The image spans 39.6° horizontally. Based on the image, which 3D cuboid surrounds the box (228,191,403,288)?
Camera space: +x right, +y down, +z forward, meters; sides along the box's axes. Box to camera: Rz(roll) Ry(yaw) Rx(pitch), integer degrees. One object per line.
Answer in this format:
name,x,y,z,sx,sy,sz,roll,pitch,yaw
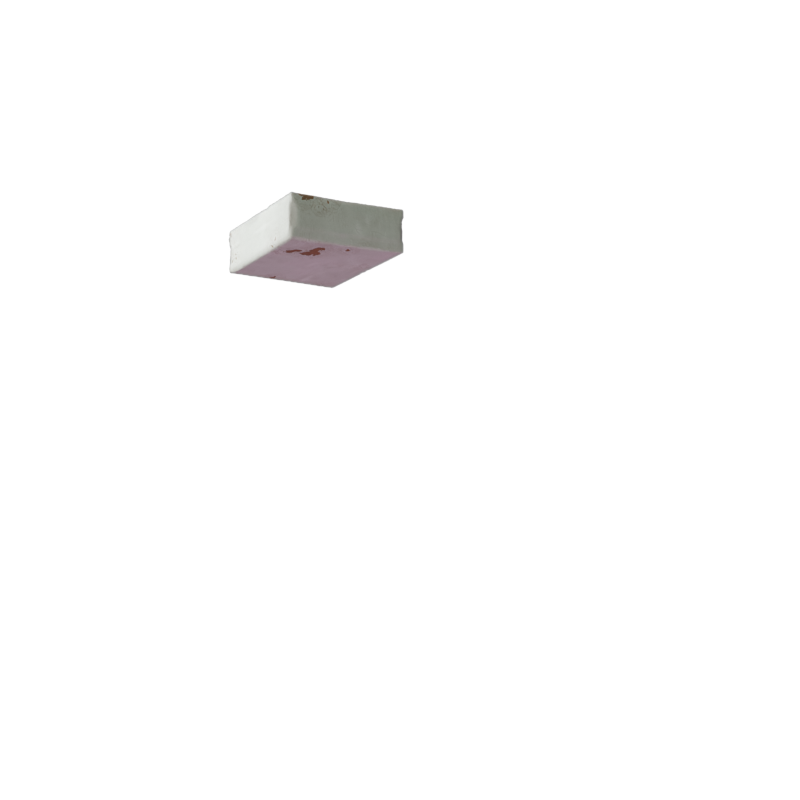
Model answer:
box,-0.051,-0.094,0.655,0.070,0.031,0.090,5,-11,-29
